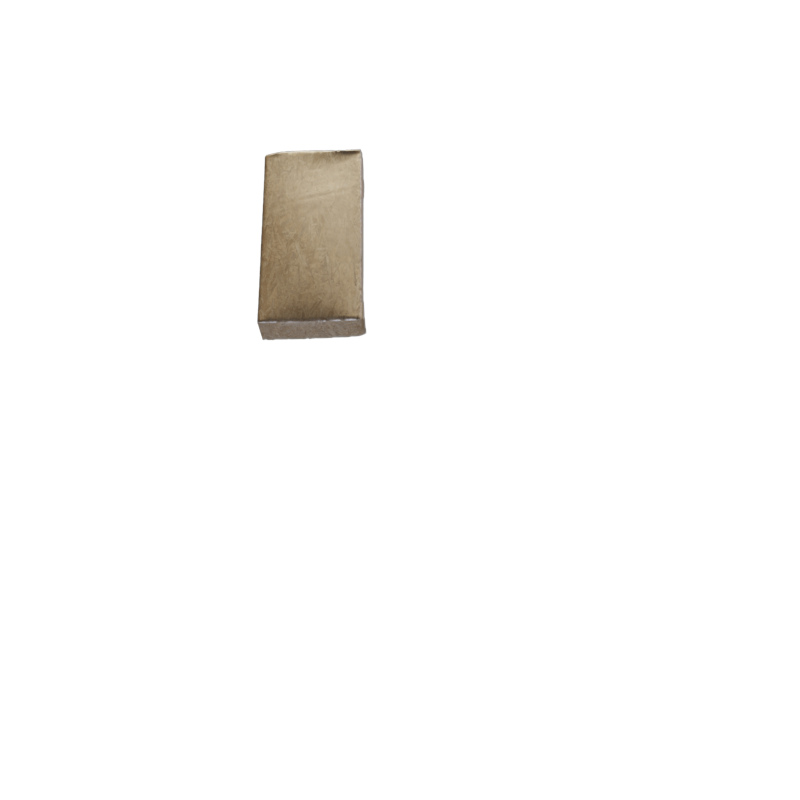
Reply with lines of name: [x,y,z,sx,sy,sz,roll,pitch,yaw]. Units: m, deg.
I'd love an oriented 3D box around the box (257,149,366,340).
box: [-0.078,-0.143,0.999,0.094,0.186,0.045,-3,-25,3]
